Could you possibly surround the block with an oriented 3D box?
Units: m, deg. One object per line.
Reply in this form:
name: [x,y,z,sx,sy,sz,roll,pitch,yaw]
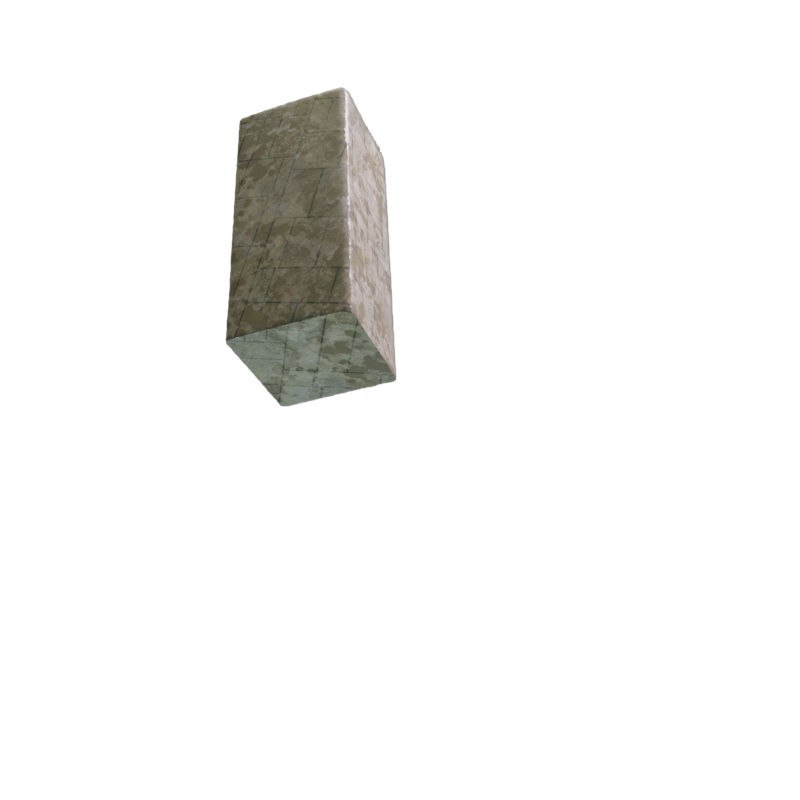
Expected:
block: [-0.062,-0.114,0.798,0.091,0.221,0.084,-15,-38,16]
